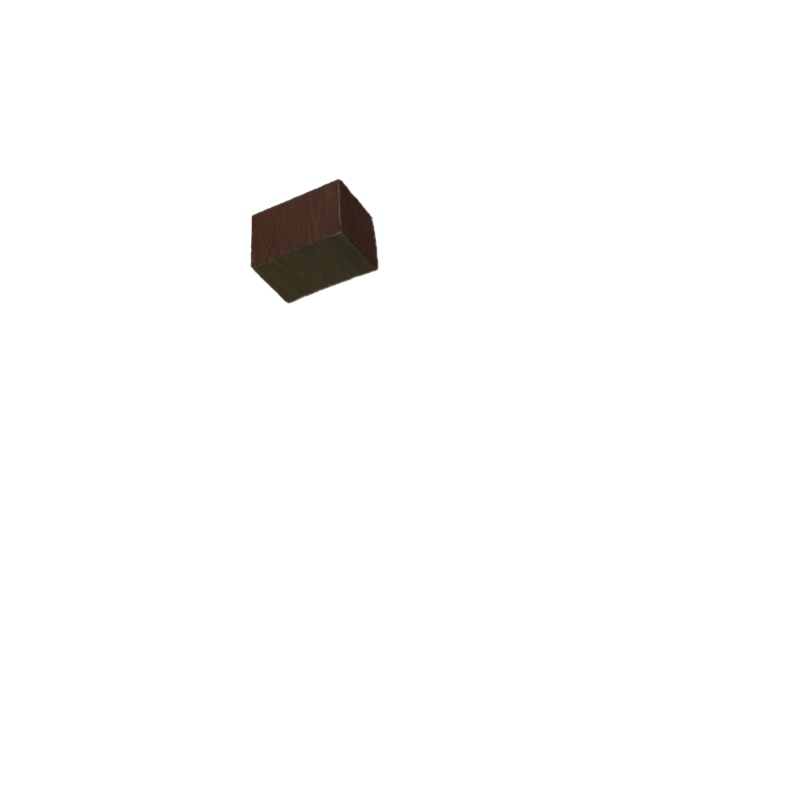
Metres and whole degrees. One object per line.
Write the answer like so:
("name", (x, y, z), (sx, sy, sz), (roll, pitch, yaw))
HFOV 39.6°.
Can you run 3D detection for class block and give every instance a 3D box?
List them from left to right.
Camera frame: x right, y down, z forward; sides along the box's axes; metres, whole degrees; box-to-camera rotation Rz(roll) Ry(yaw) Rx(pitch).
("block", (-0.062, -0.114, 0.798), (0.079, 0.055, 0.049), (-18, -39, 22))
